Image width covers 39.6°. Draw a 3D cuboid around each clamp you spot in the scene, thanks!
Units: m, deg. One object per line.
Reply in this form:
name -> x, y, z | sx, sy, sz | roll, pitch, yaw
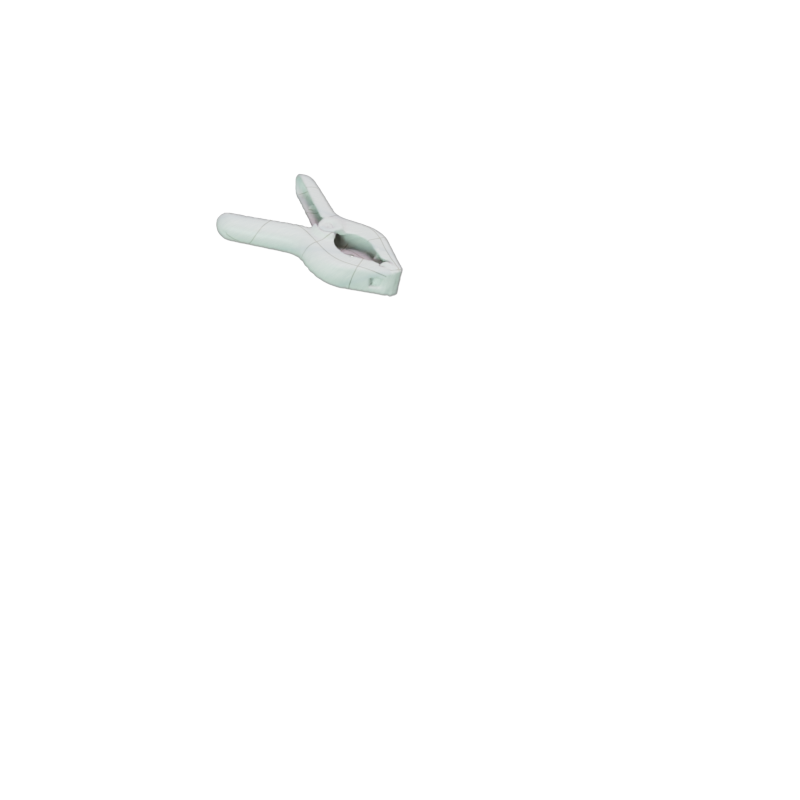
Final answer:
clamp -> -0.077, -0.141, 0.984 | 0.120, 0.037, 0.184 | -31, 51, -29
